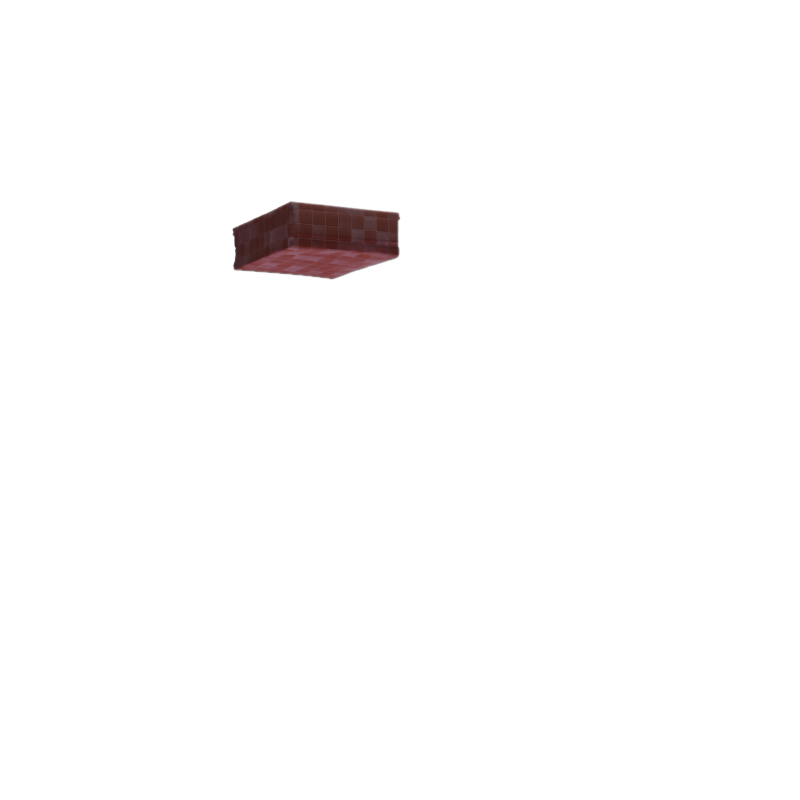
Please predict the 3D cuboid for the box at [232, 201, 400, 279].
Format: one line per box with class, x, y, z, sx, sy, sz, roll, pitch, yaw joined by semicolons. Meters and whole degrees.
box;-0.065;-0.120;0.837;0.087;0.040;0.115;3;-6;-29
